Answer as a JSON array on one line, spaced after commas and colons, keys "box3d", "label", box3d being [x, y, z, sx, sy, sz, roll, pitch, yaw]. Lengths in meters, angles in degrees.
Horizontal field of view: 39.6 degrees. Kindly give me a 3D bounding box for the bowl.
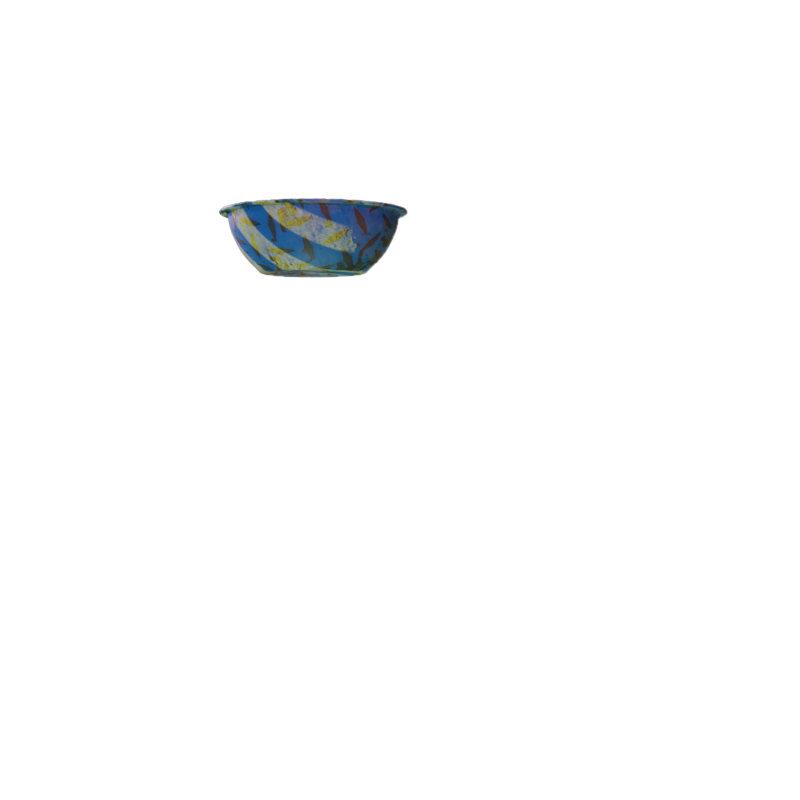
[{"box3d": [-0.074, -0.135, 0.947, 0.162, 0.055, 0.161, 0, 1, -2], "label": "bowl"}]
